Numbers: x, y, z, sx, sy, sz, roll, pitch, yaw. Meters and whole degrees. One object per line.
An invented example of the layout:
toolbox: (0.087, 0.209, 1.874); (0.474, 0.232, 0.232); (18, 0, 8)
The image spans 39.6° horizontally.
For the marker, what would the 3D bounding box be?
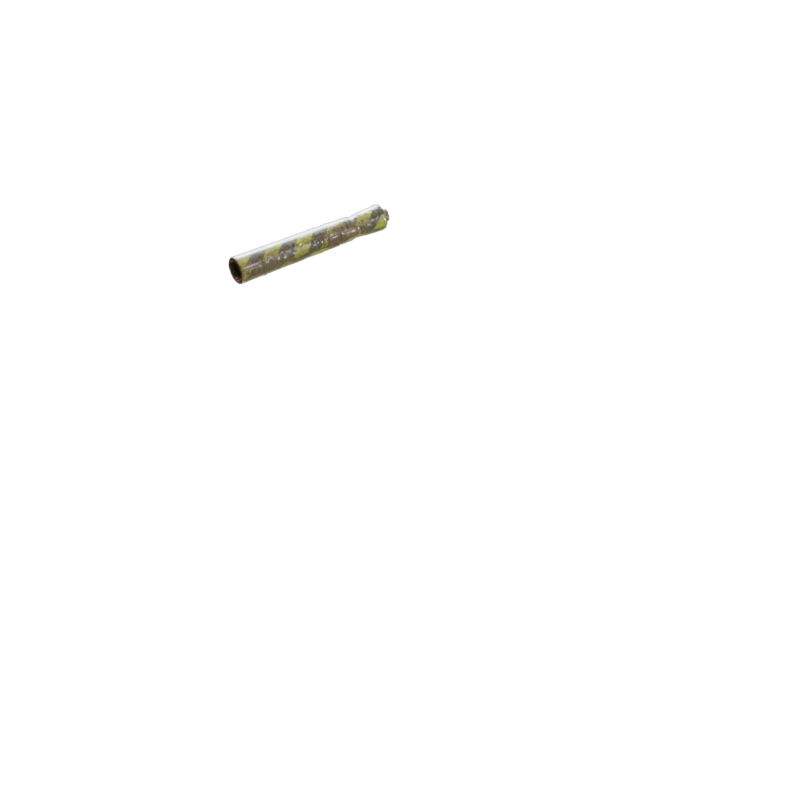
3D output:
marker: (-0.058, -0.106, 0.744); (0.120, 0.019, 0.020); (-25, 16, -27)
